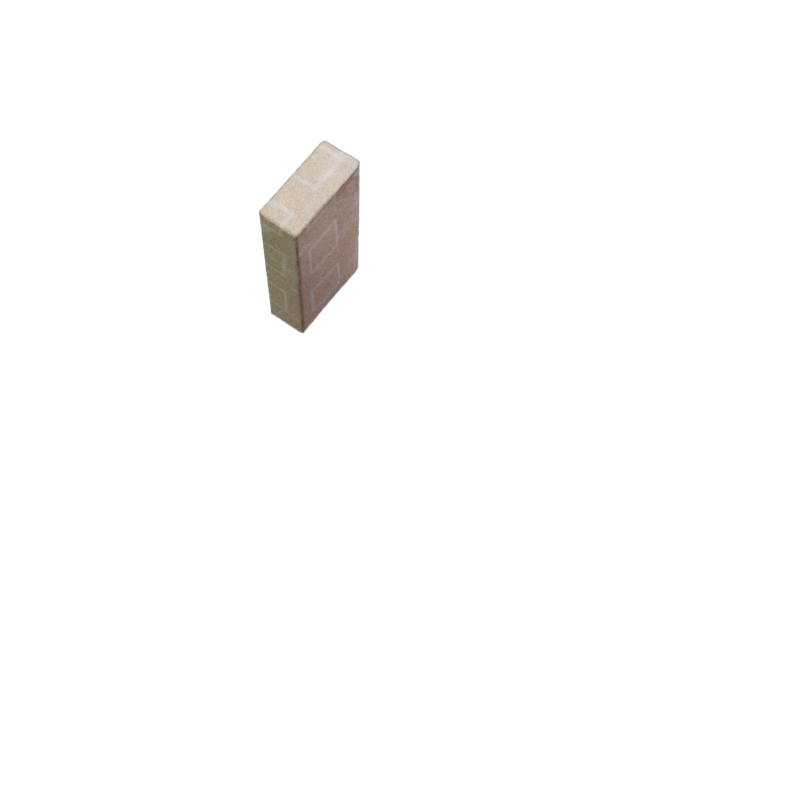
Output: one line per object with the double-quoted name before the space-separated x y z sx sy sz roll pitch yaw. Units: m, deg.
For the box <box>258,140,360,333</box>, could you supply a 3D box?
"box" -0.077 -0.140 0.980 0.050 0.095 0.167 33 -22 10
